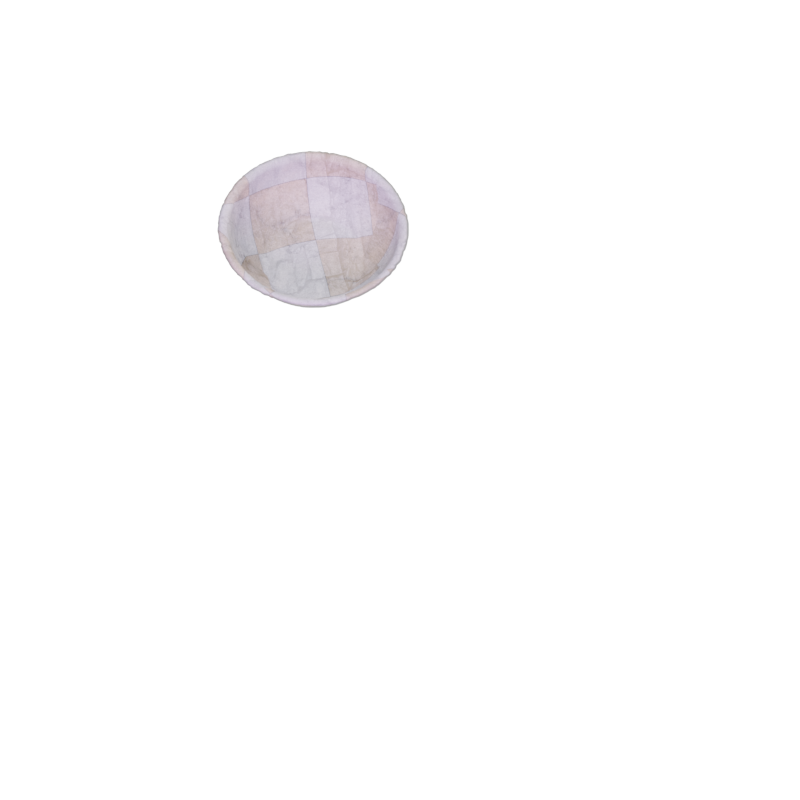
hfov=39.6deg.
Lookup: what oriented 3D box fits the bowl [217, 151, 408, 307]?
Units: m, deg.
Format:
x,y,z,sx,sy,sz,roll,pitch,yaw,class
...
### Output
x,y,z,sx,sy,sz,roll,pitch,yaw,class
-0.075,-0.137,0.960,0.162,0.173,0.051,-1,-32,-1,bowl
